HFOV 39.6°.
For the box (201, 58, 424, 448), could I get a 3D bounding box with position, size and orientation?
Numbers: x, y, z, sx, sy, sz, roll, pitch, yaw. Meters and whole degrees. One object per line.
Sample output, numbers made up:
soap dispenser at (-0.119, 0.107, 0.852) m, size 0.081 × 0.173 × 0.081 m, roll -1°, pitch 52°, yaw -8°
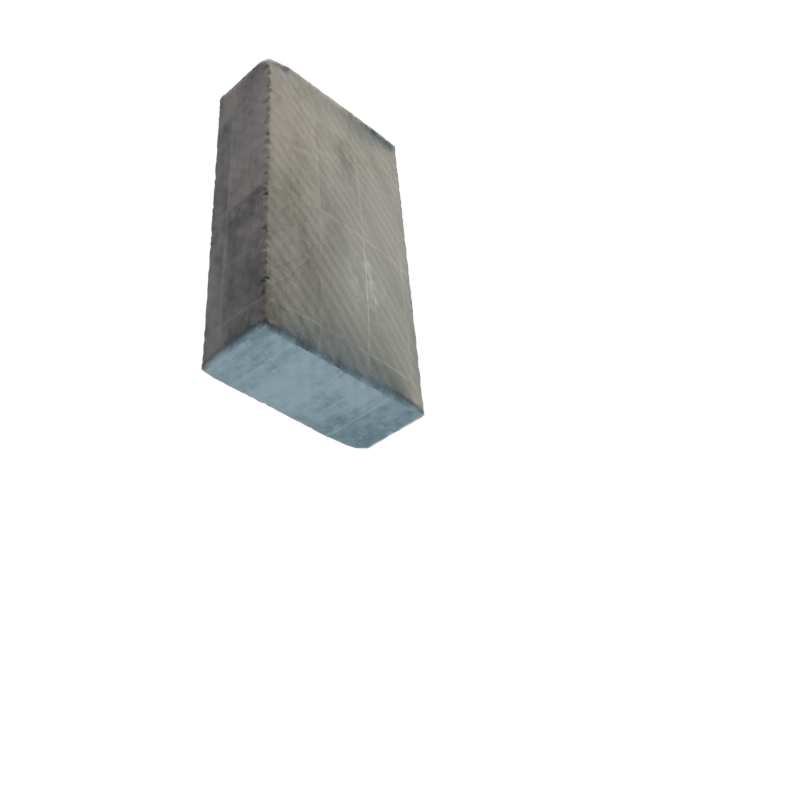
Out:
box at (-0.040, -0.073, 0.512) m, size 0.088 × 0.189 × 0.048 m, roll 30°, pitch -49°, yaw -34°
